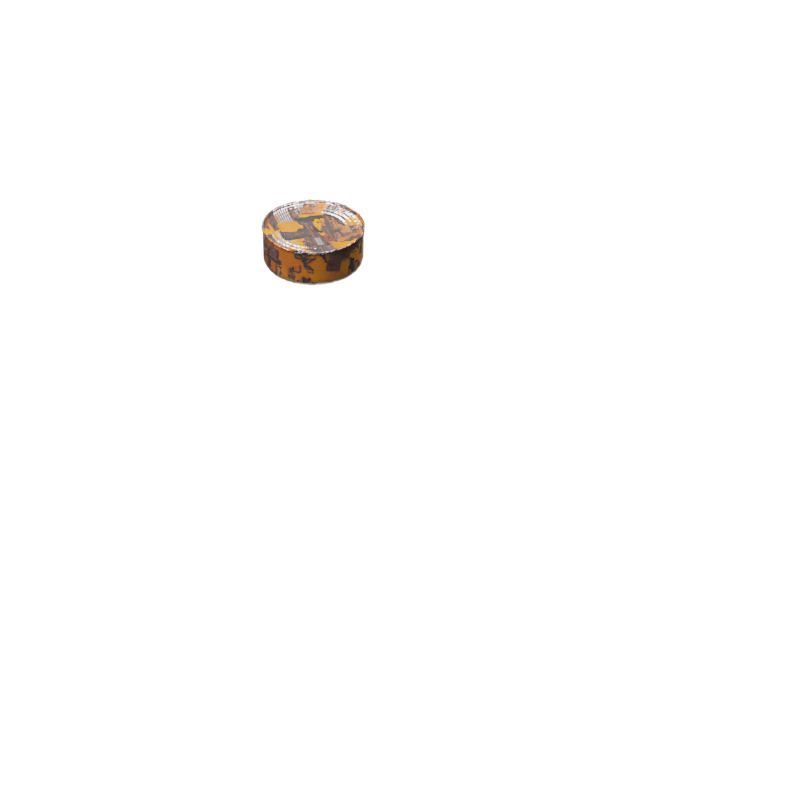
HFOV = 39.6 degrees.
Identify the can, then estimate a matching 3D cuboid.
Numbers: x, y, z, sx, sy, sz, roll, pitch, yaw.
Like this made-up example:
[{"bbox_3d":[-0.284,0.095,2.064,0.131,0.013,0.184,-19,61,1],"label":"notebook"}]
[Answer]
[{"bbox_3d":[-0.073,-0.133,0.929,0.086,0.031,0.092,-1,37,-2],"label":"can"}]
